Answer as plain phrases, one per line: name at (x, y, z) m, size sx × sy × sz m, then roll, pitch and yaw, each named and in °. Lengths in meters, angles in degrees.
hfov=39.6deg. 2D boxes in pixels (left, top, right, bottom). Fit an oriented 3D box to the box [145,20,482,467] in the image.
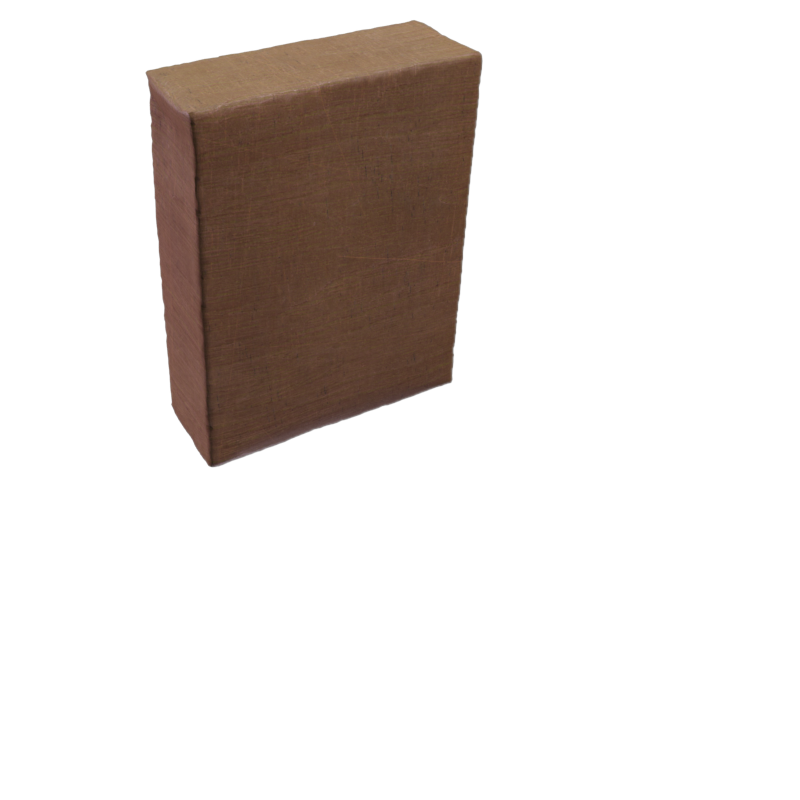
box at (-0.048, -0.087, 0.608) m, size 0.162 × 0.201 × 0.077 m, roll -17°, pitch 38°, yaw -26°
